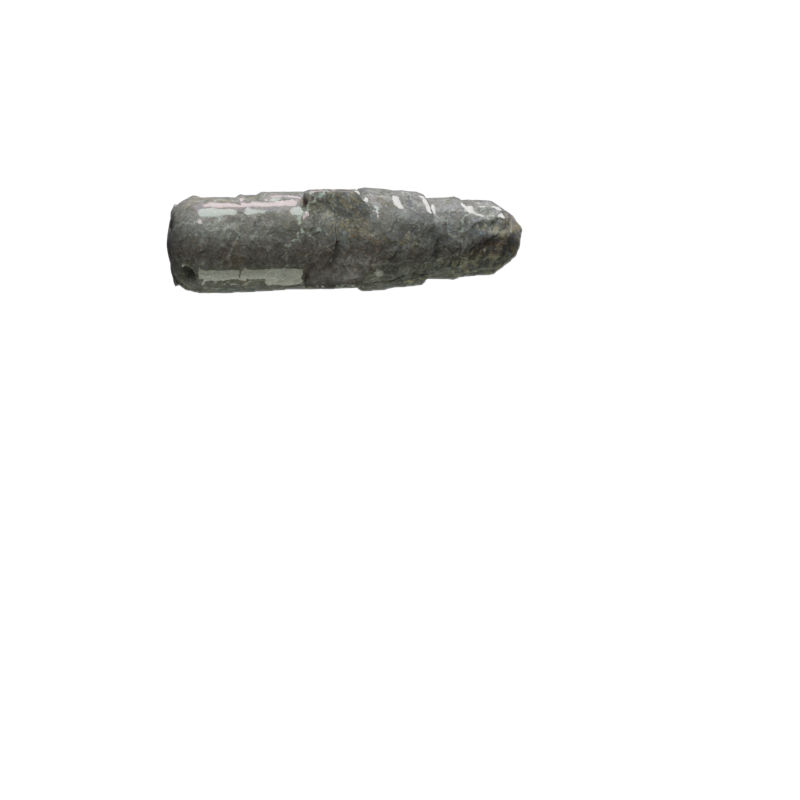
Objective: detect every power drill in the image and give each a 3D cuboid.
[{"bbox_3d":[-0.049,-0.089,0.626,0.180,0.057,0.192,-1,4,-19],"label":"power drill"}]
